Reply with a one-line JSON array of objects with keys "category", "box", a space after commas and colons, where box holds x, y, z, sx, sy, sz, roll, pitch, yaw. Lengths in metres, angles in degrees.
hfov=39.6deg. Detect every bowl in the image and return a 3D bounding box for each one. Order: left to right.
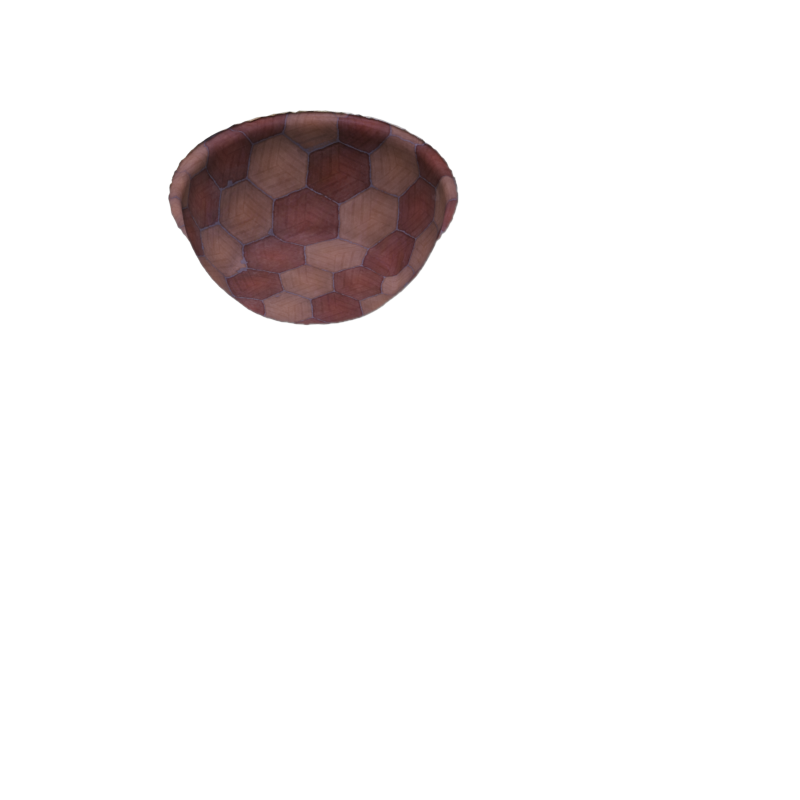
[{"category": "bowl", "box": [-0.048, -0.087, 0.607, 0.162, 0.059, 0.152, 1, -29, -2]}]
